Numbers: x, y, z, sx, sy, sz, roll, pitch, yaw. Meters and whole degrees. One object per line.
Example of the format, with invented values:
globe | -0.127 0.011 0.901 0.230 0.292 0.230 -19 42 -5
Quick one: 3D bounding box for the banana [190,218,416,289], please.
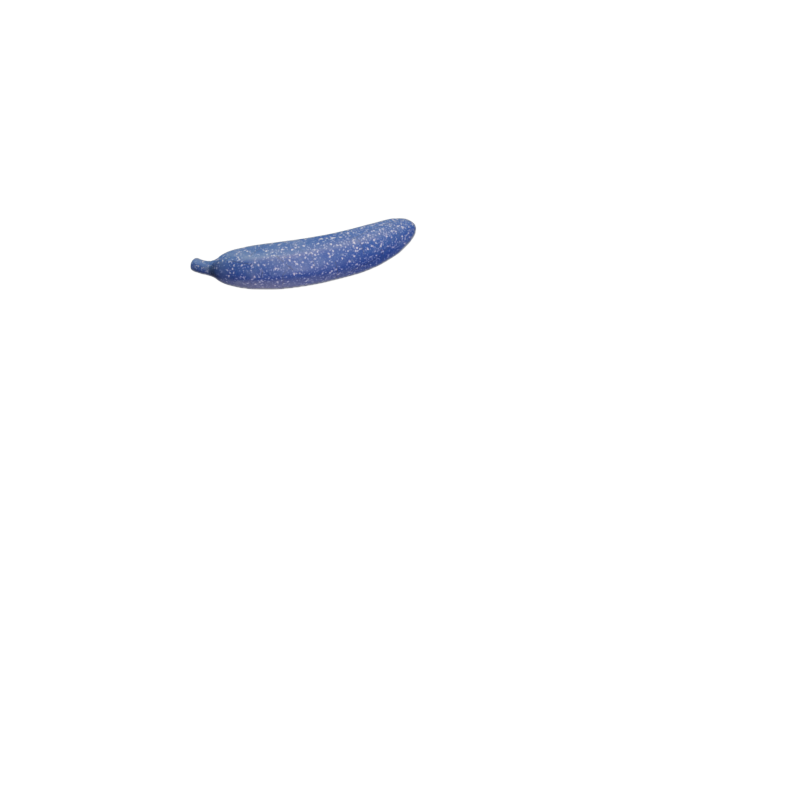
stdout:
banana | -0.069 -0.121 0.909 0.195 0.035 0.075 -11 33 -17
